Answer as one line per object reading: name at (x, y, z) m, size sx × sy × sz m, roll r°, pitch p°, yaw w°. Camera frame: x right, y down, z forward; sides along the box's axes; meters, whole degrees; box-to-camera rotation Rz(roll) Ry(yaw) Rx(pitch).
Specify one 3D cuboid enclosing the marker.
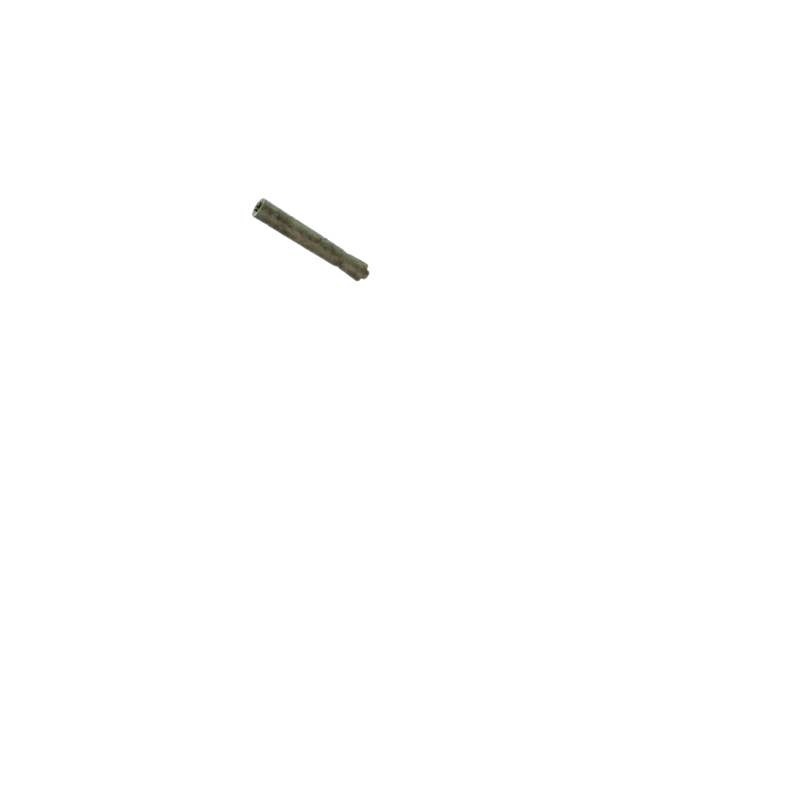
marker at (-0.077, -0.140, 0.984) m, size 0.116 × 0.020 × 0.020 m, roll 30°, pitch -9°, yaw -20°
